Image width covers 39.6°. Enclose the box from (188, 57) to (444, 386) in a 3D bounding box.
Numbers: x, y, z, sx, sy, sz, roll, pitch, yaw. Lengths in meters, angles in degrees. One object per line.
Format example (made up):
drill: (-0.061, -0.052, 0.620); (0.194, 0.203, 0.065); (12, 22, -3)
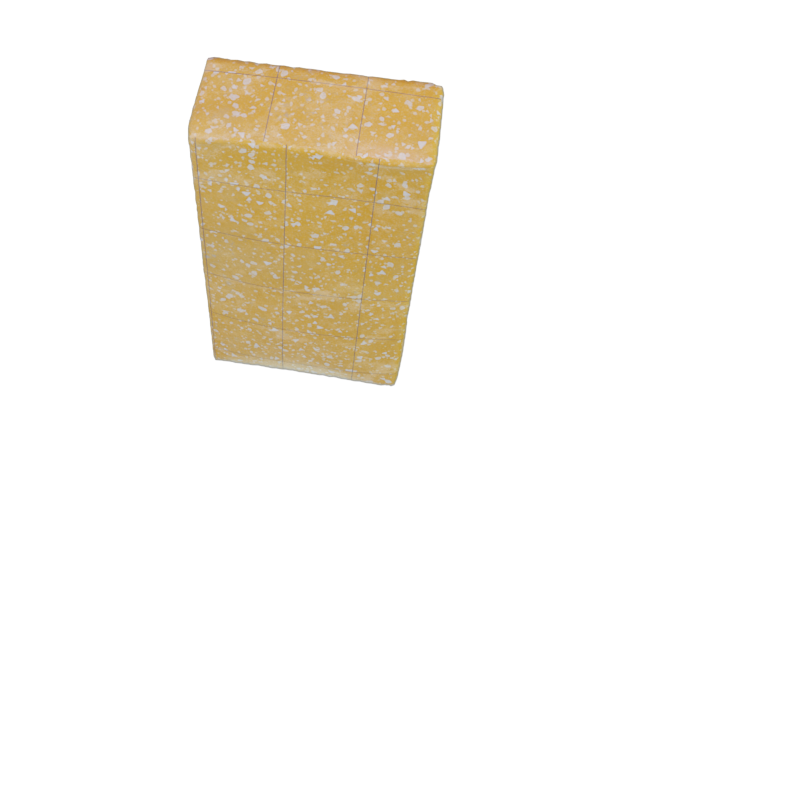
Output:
box: (-0.037, -0.068, 0.476); (0.094, 0.051, 0.166); (9, -26, 1)
